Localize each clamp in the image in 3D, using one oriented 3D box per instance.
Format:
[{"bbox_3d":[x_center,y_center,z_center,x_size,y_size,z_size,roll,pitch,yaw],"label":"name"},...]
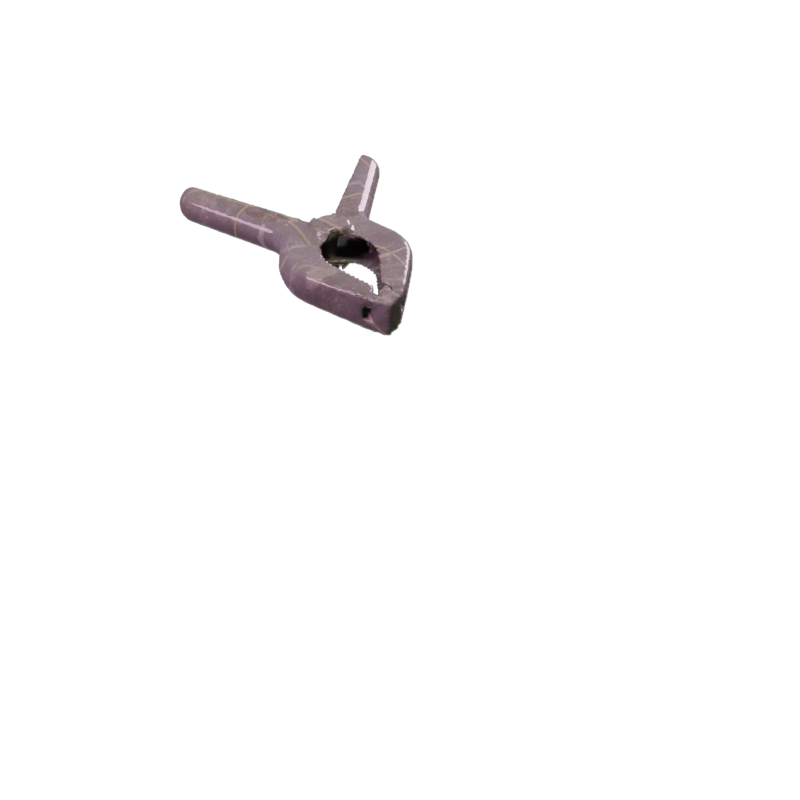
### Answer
[{"bbox_3d":[-0.063,-0.114,0.798,0.162,0.034,0.227,-12,39,-15],"label":"clamp"}]
